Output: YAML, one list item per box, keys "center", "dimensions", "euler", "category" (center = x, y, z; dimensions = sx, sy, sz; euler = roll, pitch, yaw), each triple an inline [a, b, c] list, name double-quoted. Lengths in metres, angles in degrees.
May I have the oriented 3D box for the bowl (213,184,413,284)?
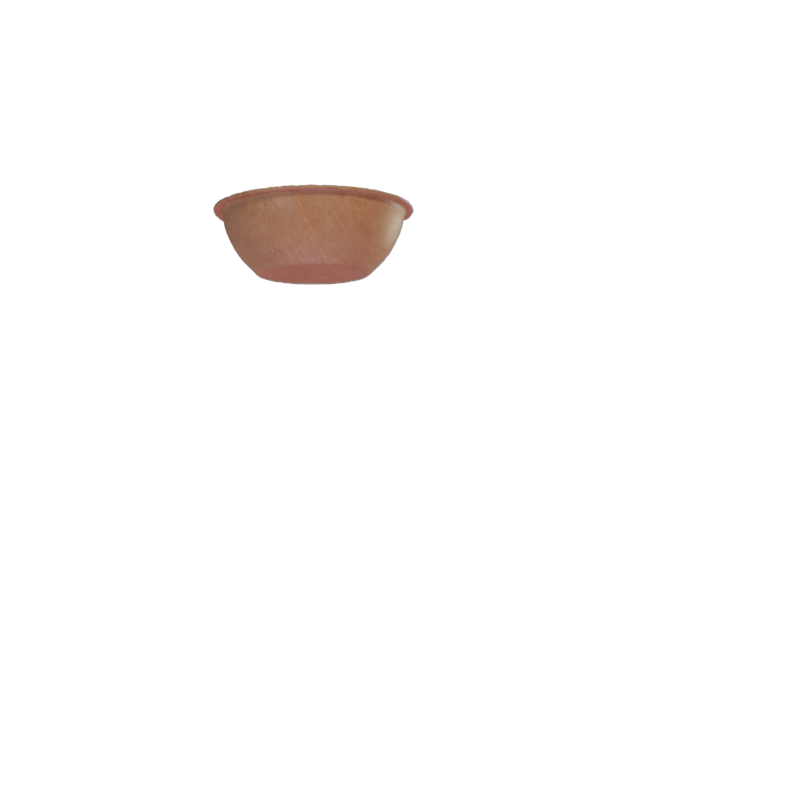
- center: [-0.070, -0.127, 0.891]
  dimensions: [0.162, 0.056, 0.159]
  euler: [0, -5, -2]
  category: "bowl"
